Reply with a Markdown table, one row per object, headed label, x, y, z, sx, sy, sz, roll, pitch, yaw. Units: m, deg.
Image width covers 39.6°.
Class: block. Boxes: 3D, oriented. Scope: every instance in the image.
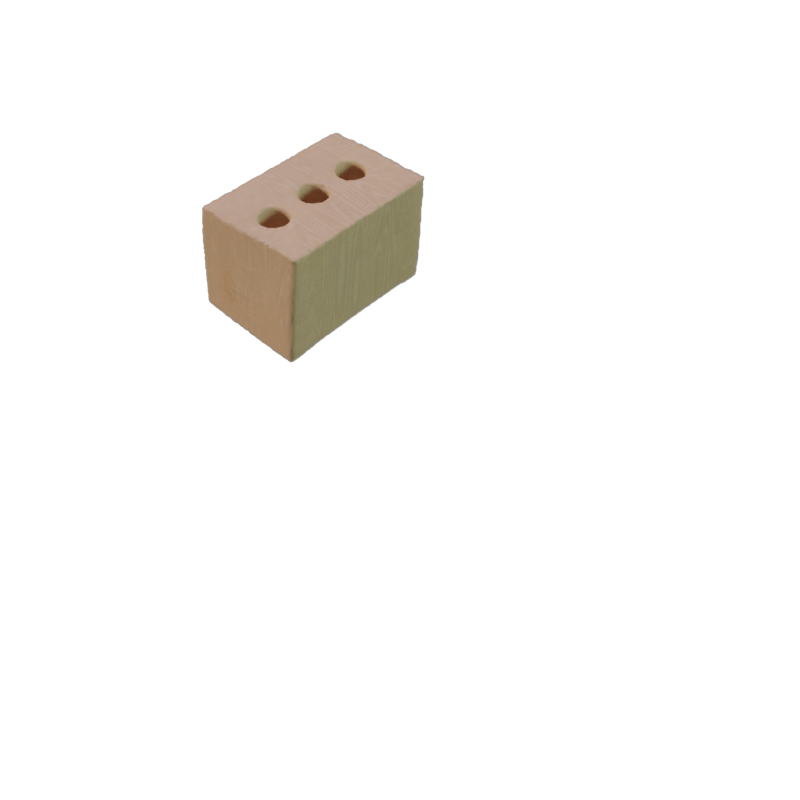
| label | x | y | z | sx | sy | sz | roll | pitch | yaw |
| --- | --- | --- | --- | --- | --- | --- | --- | --- | --- |
| block | -0.036 | -0.065 | 0.454 | 0.056 | 0.048 | 0.079 | 31 | 51 | 28 |
